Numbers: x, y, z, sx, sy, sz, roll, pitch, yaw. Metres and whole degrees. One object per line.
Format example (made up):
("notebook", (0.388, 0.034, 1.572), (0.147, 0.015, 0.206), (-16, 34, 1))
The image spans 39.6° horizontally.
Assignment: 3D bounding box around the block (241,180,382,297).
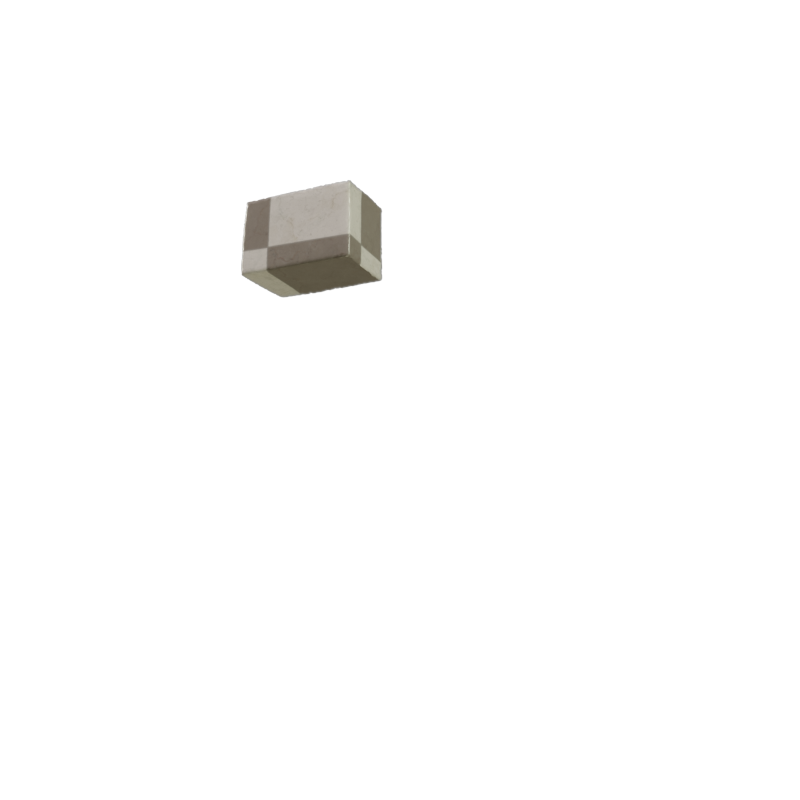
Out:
("block", (-0.056, -0.103, 0.718), (0.079, 0.054, 0.049), (-8, -20, 24))
